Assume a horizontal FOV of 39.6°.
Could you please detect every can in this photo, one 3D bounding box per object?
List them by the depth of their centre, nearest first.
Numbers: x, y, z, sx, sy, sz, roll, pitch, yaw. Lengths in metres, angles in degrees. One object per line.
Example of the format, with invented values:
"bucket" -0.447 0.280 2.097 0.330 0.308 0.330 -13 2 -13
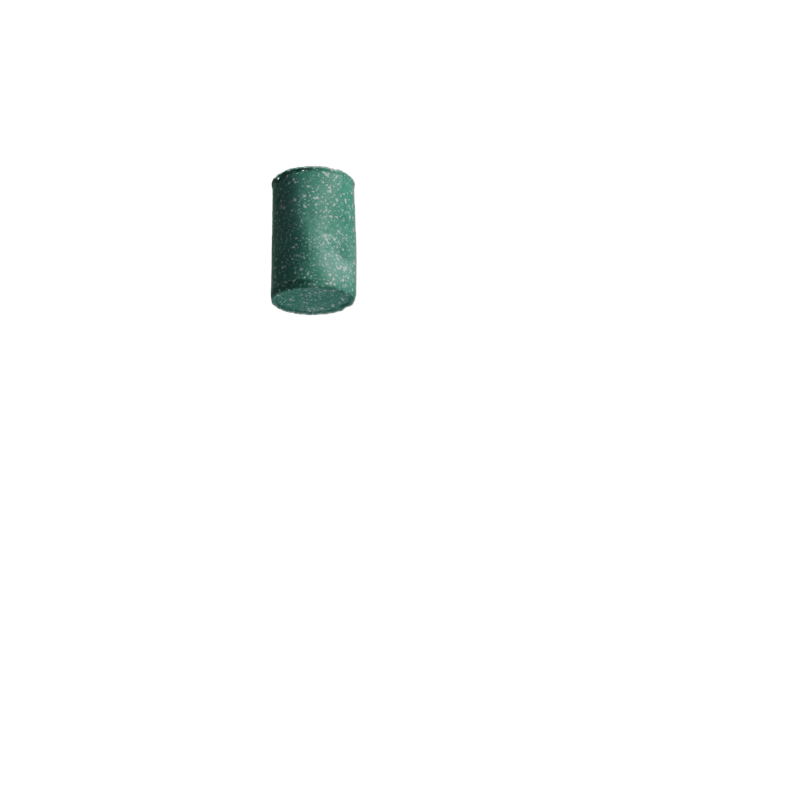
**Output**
"can" -0.069 -0.126 0.882 0.068 0.107 0.065 0 -19 -2
